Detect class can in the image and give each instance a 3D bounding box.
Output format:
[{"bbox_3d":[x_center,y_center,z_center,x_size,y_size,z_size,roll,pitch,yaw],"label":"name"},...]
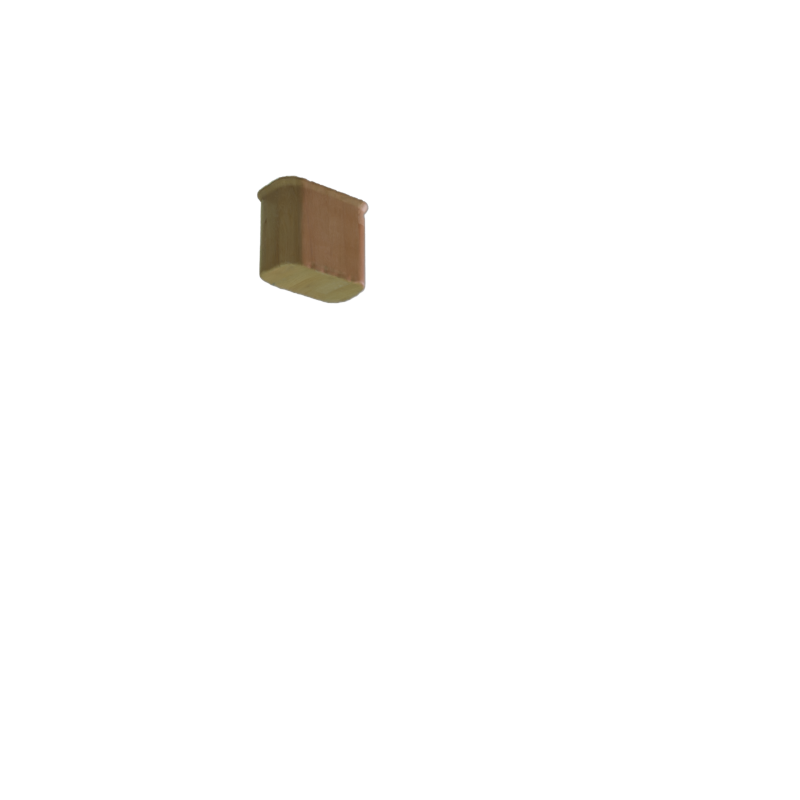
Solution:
[{"bbox_3d":[-0.077,-0.140,0.982,0.096,0.088,0.058,16,-28,-36],"label":"can"}]
